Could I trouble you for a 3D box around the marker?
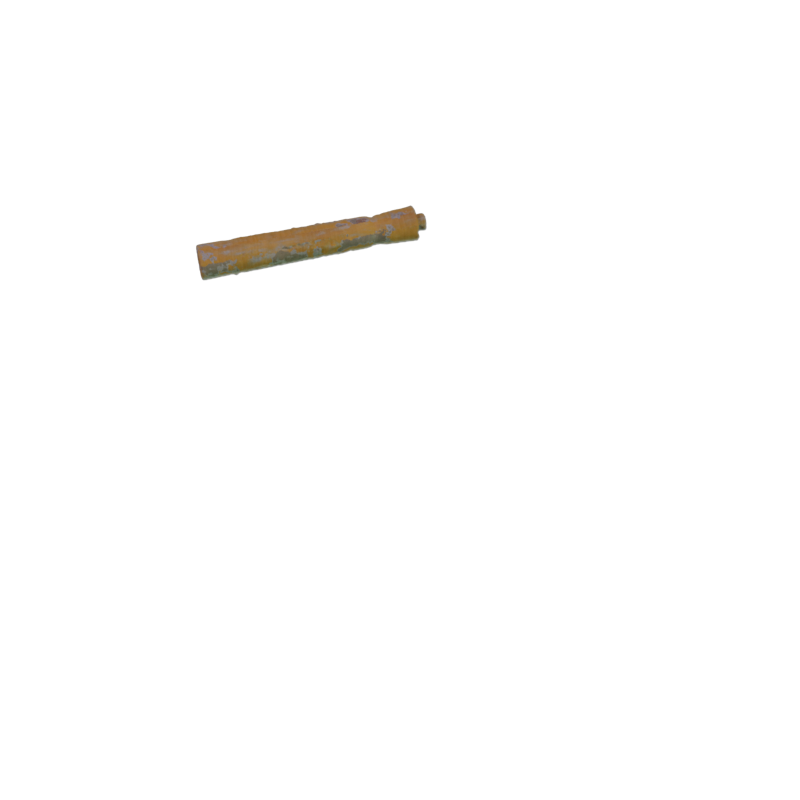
[{"bbox_3d":[-0.045,-0.082,0.578,0.120,0.020,0.020,-11,6,-8],"label":"marker"}]
